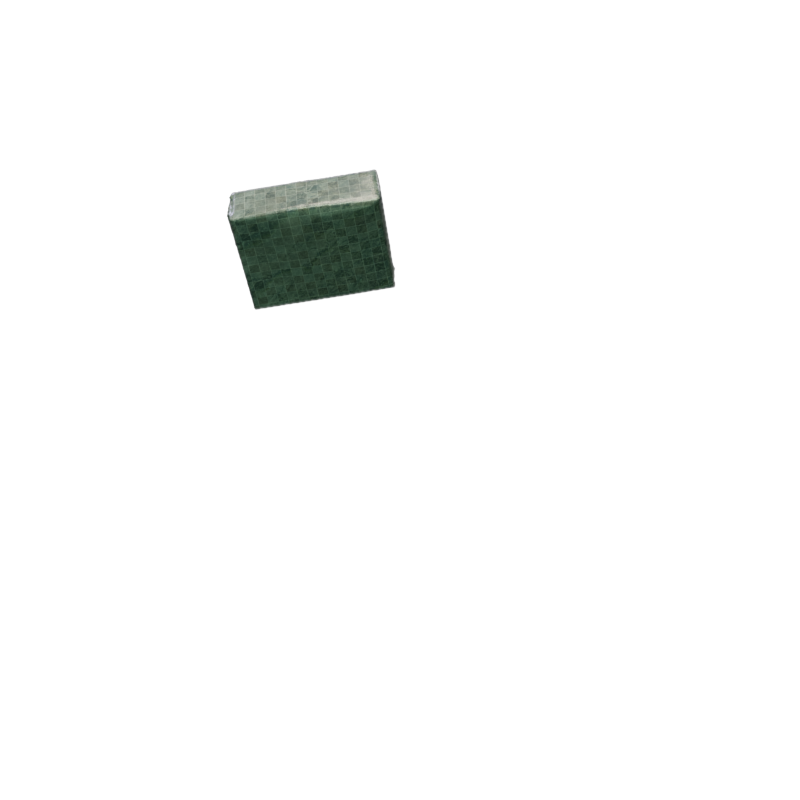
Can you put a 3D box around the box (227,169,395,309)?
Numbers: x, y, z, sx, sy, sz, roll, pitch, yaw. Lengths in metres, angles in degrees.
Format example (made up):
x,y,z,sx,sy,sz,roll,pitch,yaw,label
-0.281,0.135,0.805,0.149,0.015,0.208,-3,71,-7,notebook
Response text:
x,y,z,sx,sy,sz,roll,pitch,yaw,label
-0.065,-0.119,0.831,0.114,0.083,0.042,-7,42,5,box
